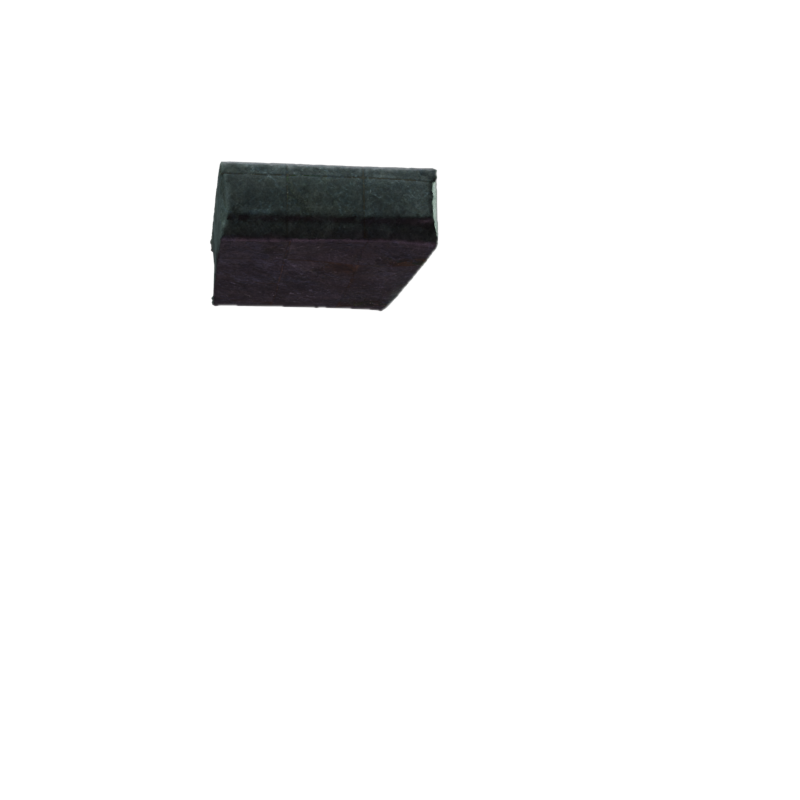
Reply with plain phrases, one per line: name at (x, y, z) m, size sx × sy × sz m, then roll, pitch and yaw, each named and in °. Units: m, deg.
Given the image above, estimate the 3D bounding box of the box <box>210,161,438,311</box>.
box at (-0.039, -0.071, 0.494) m, size 0.089 × 0.040 × 0.111 m, roll 2°, pitch -12°, yaw -10°
